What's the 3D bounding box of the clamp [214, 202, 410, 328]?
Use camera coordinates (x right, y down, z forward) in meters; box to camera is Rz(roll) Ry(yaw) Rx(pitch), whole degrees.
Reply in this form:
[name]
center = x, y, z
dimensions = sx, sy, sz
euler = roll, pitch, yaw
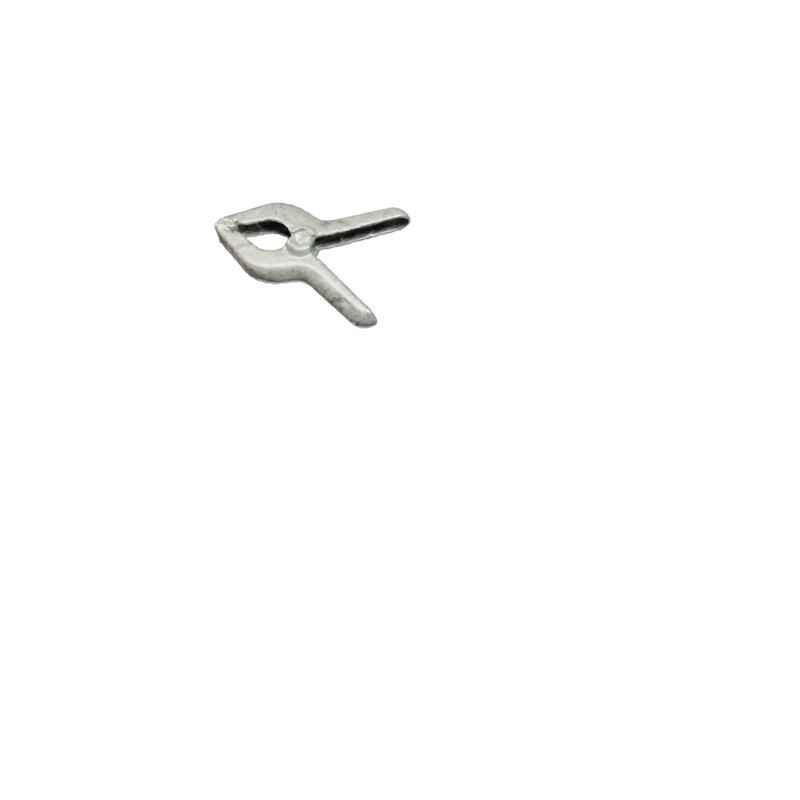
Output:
[clamp]
center = -0.077, -0.141, 0.985
dimensions = 0.177, 0.124, 0.037
euler = 22, -31, 14
